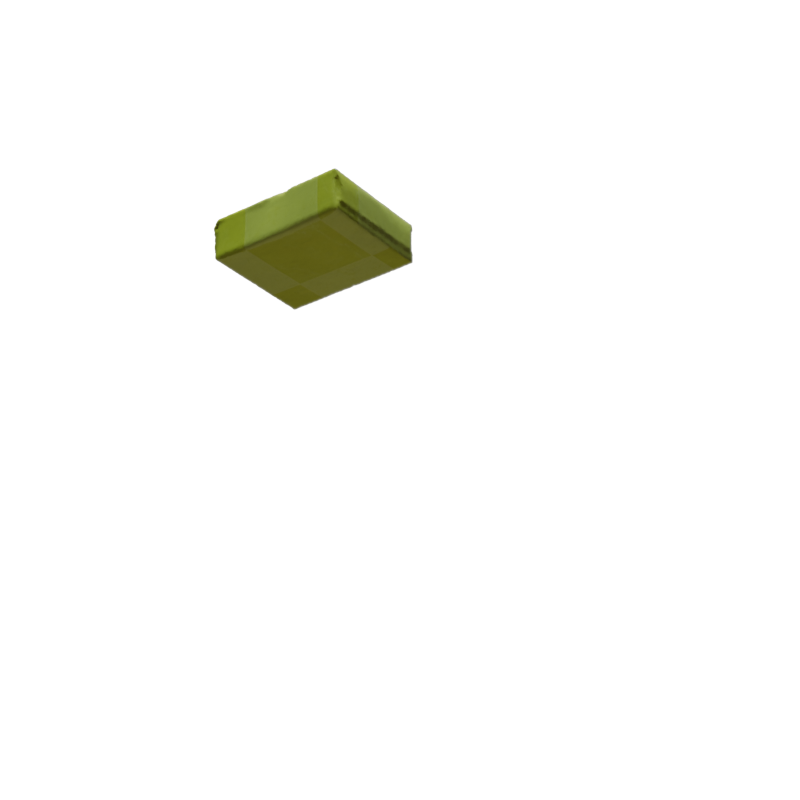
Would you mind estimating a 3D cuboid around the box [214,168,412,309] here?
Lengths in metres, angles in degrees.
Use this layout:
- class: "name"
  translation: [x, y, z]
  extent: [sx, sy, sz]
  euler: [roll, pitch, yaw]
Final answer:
- class: "box"
  translation: [-0.049, -0.090, 0.628]
  extent: [0.090, 0.032, 0.068]
  euler: [-18, -31, 32]
